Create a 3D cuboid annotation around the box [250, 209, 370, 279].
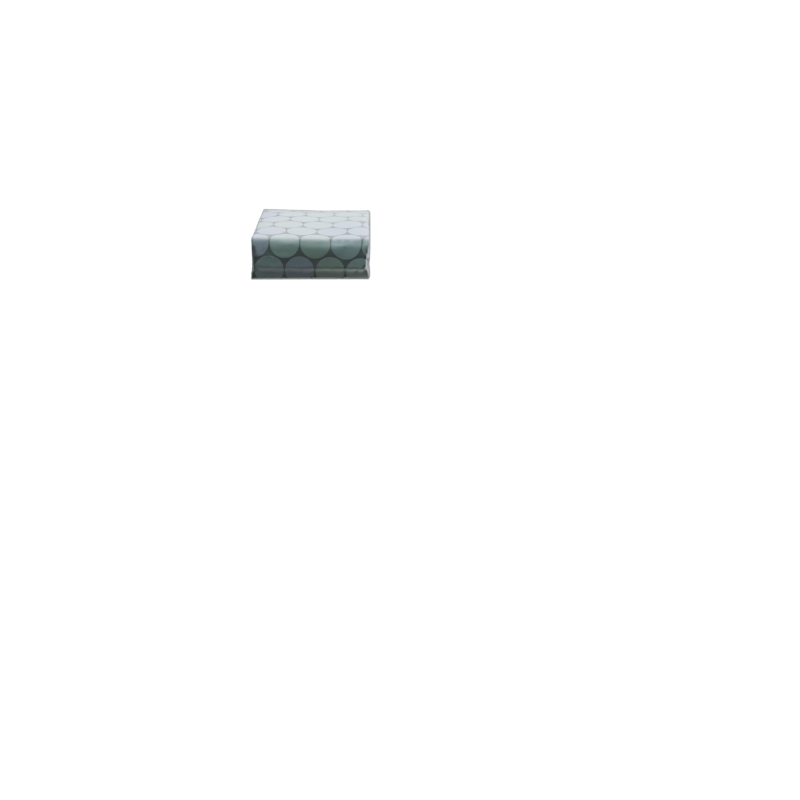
[{"bbox_3d":[-0.055,-0.101,0.709,0.073,0.029,0.092,0,19,0],"label":"box"}]
